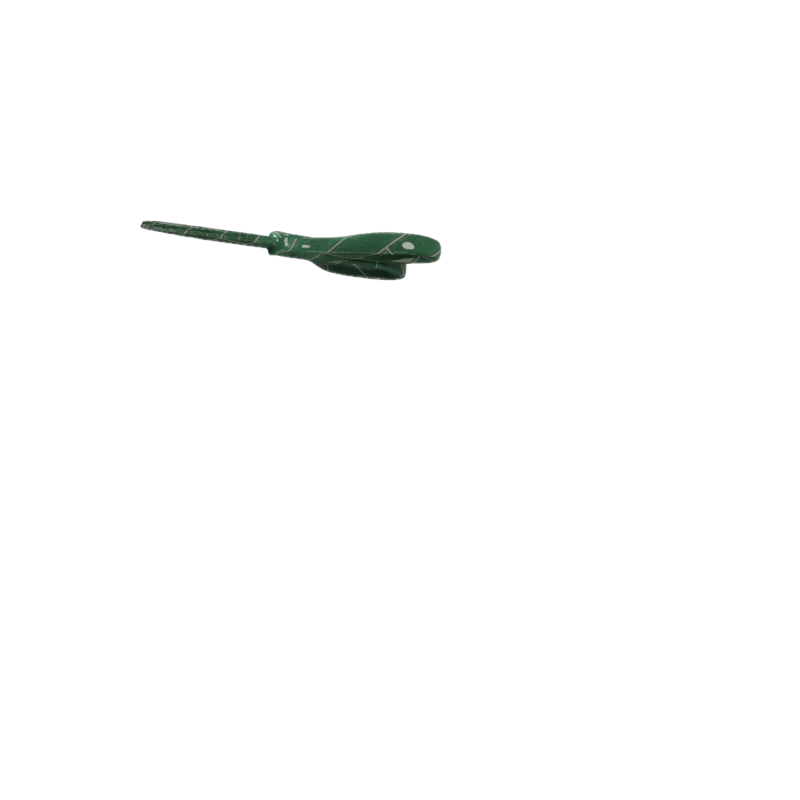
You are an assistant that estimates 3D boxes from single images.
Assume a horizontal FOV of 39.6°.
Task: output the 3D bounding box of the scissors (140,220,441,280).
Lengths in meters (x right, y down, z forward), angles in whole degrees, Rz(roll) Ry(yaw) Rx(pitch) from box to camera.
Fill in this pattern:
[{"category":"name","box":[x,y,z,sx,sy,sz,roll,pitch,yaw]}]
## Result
[{"category":"scissors","box":[-0.055,-0.100,0.701,0.099,0.016,0.191,-6,-9,42]}]
